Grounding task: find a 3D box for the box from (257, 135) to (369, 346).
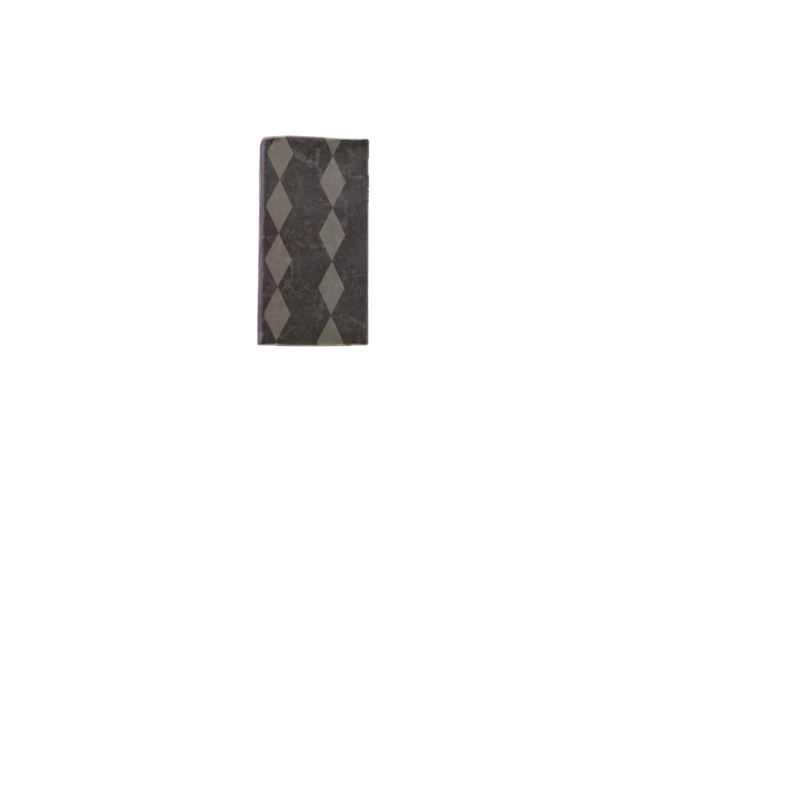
[{"bbox_3d":[-0.074,-0.134,0.940,0.092,0.178,0.048,0,-3,-9],"label":"box"}]
